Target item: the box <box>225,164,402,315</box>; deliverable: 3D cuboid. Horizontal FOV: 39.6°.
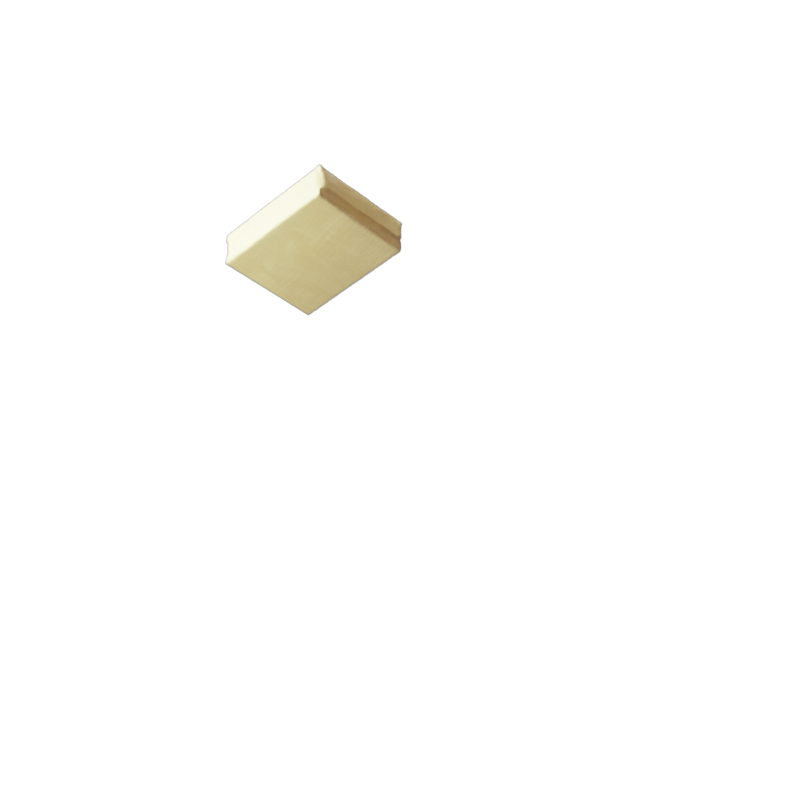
[{"bbox_3d":[-0.055,-0.100,0.700,0.089,0.032,0.069,-33,-49,33],"label":"box"}]
